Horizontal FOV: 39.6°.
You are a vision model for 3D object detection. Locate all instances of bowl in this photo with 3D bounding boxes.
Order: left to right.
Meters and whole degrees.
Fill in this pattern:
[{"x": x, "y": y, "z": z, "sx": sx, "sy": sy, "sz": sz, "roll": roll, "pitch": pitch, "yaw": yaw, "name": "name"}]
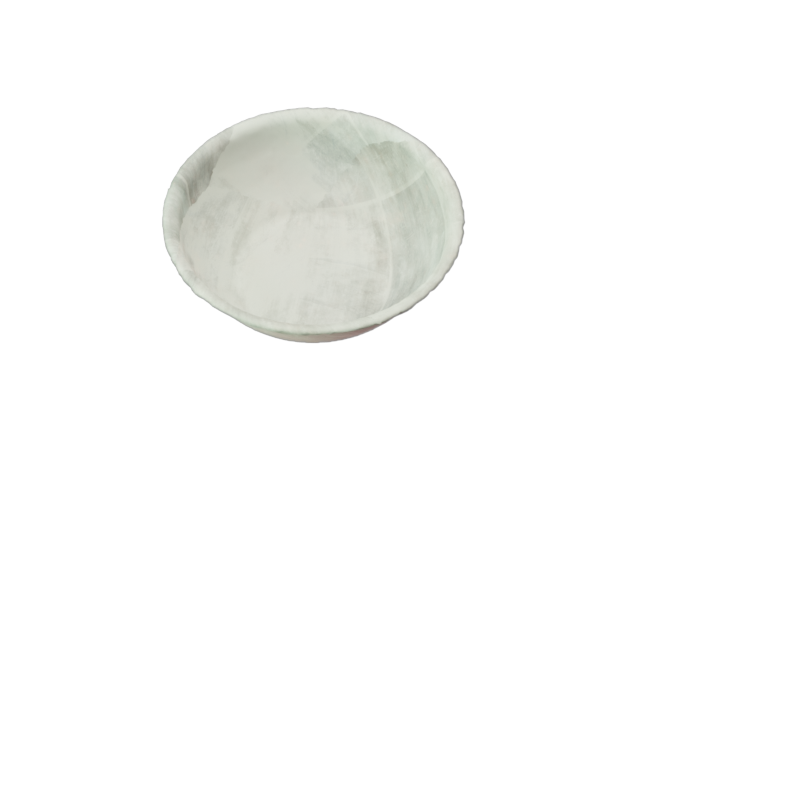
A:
[{"x": -0.048, "y": -0.087, "z": 0.612, "sx": 0.162, "sy": 0.174, "sz": 0.051, "roll": -1, "pitch": -37, "yaw": -1, "name": "bowl"}]
